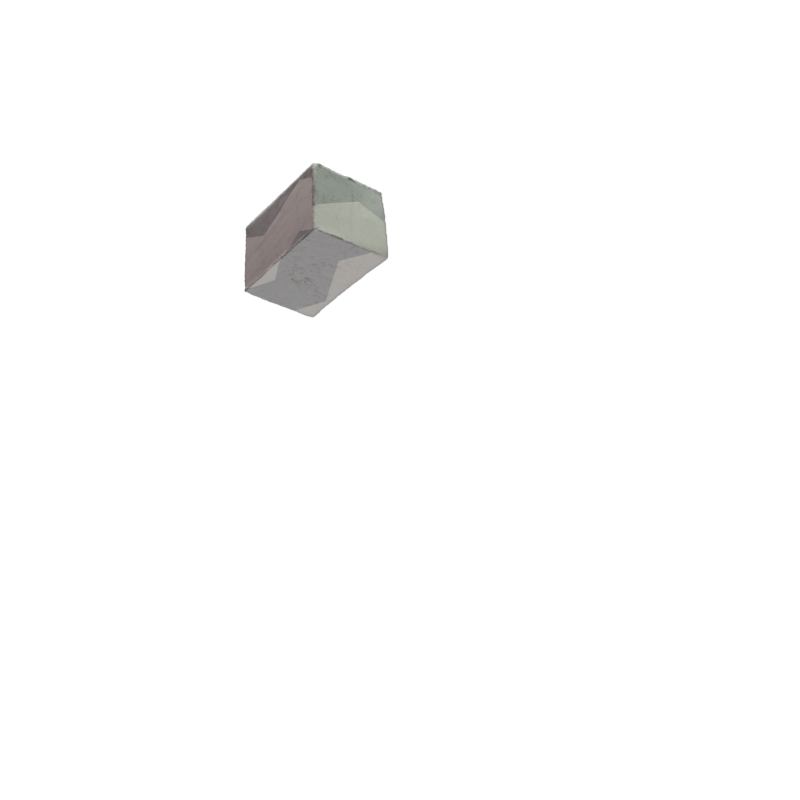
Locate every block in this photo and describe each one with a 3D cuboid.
[{"bbox_3d":[-0.052,-0.095,0.662,0.050,0.055,0.077,22,-39,-32],"label":"block"}]
